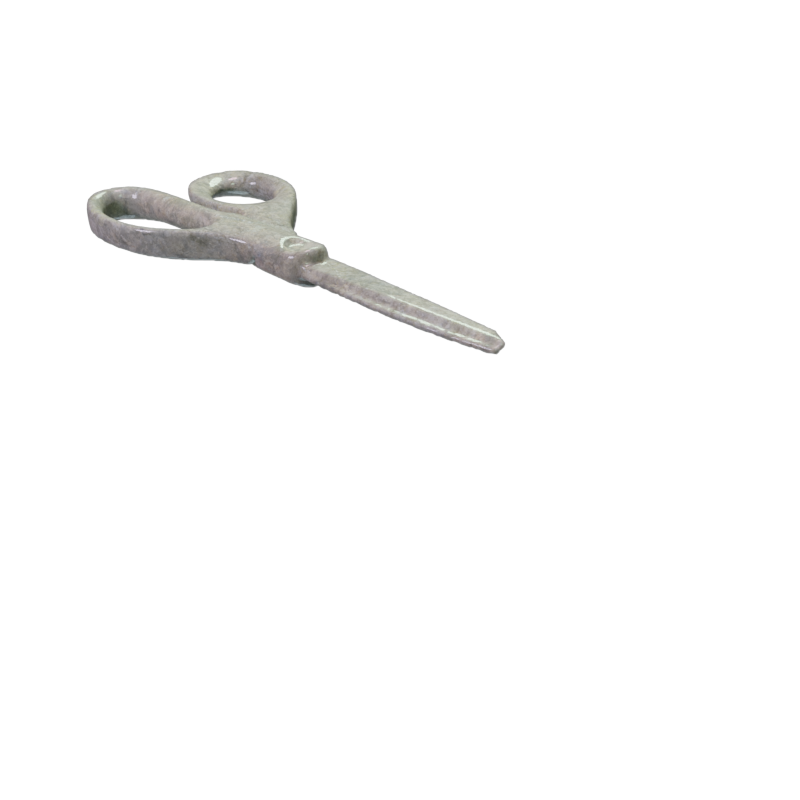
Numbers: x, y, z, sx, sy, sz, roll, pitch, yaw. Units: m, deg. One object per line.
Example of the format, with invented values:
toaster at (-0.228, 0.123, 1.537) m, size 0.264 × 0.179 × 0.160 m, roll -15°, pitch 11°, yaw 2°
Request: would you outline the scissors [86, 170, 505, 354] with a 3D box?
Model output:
scissors at (-0.034, -0.062, 0.433) m, size 0.212 × 0.015 × 0.097 m, roll 17°, pitch 32°, yaw 29°
